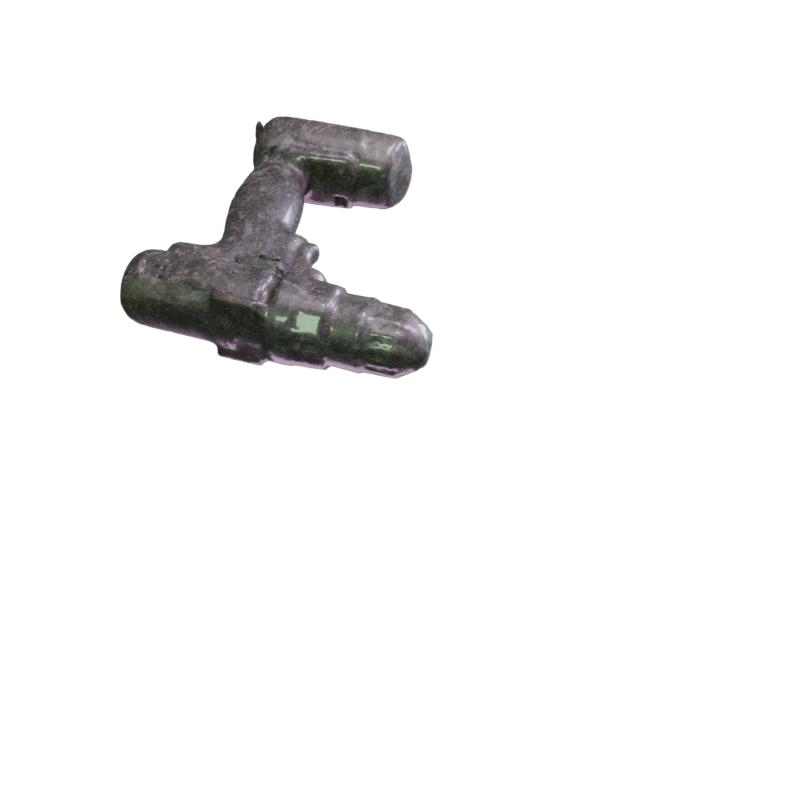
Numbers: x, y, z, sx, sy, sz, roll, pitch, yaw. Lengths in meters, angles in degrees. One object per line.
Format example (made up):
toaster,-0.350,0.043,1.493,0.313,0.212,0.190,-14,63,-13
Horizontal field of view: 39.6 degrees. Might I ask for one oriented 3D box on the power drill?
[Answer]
power drill,-0.053,-0.097,0.677,0.189,0.053,0.196,13,44,13
